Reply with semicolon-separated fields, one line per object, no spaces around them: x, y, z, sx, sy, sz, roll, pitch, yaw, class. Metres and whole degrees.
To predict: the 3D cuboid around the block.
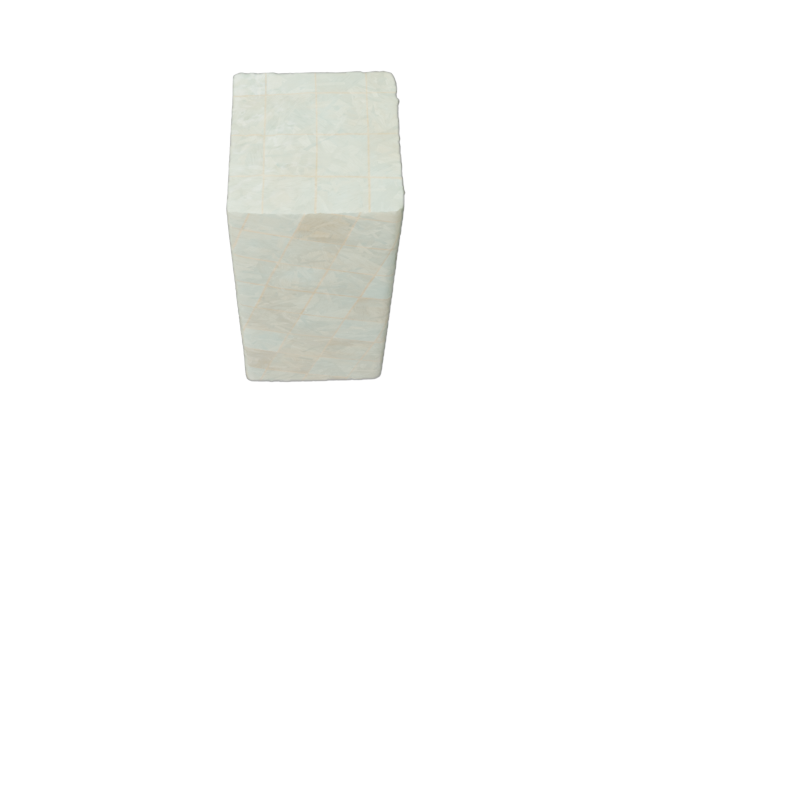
-0.051;-0.093;0.655;0.090;0.096;0.195;0;-26;-4;block
